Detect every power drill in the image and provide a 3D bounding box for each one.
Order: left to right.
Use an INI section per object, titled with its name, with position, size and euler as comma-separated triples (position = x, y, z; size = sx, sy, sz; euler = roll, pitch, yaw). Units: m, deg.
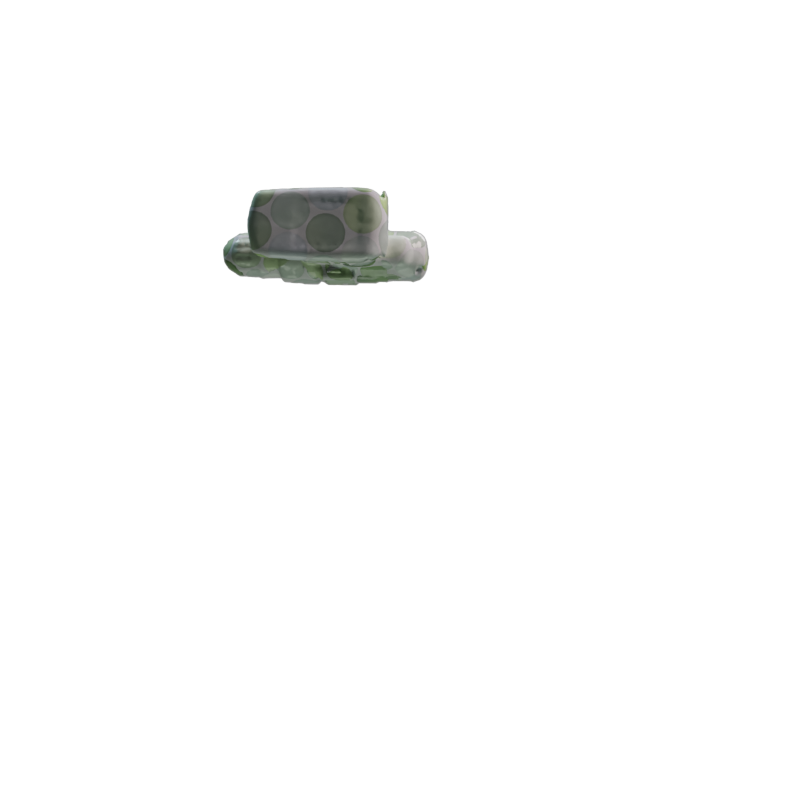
[power drill]
position = -0.072, -0.132, 0.922
size = 0.186, 0.058, 0.184
euler = 0, -1, 6
